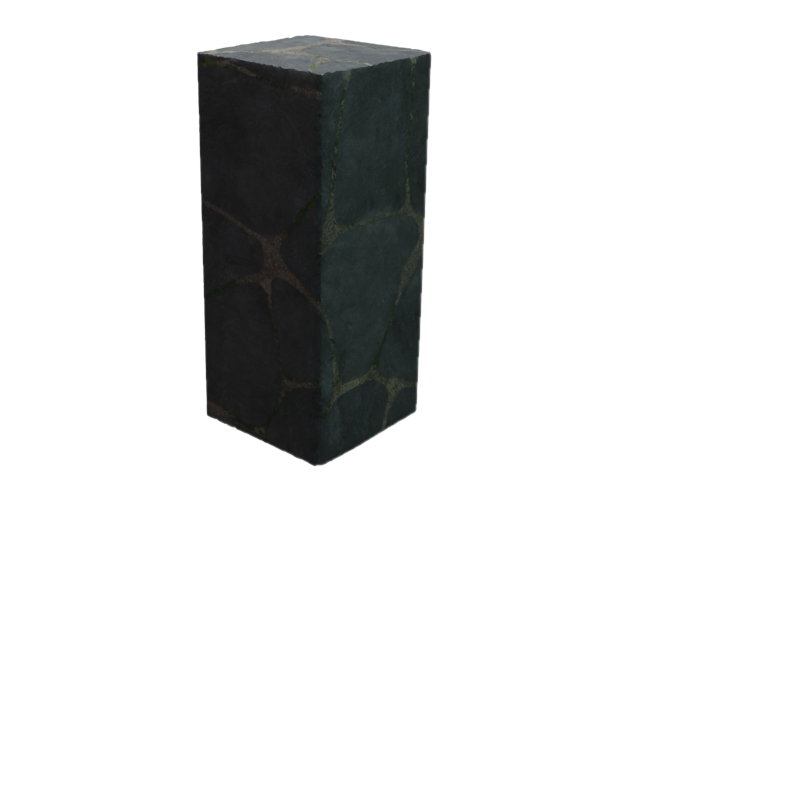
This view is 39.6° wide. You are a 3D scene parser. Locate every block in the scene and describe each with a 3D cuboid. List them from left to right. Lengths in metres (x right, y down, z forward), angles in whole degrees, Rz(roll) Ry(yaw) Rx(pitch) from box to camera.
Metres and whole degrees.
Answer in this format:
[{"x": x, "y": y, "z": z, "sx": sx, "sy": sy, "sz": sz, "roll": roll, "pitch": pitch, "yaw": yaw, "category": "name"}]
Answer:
[{"x": -0.046, "y": -0.086, "z": 0.600, "sx": 0.096, "sy": 0.197, "sz": 0.089, "roll": 17, "pitch": 26, "yaw": 37, "category": "block"}]
